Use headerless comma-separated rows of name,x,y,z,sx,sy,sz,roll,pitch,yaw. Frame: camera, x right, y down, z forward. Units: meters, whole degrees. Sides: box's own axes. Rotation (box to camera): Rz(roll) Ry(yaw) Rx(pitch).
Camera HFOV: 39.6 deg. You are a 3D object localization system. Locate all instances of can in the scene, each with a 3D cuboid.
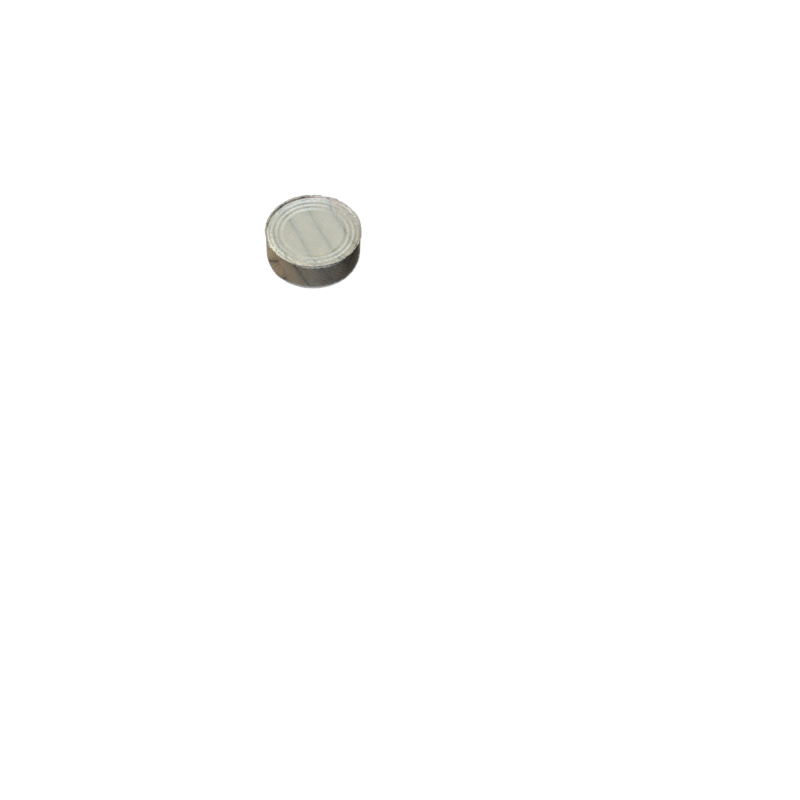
can,-0.078,-0.141,0.991,0.086,0.092,0.031,-1,-38,-1
